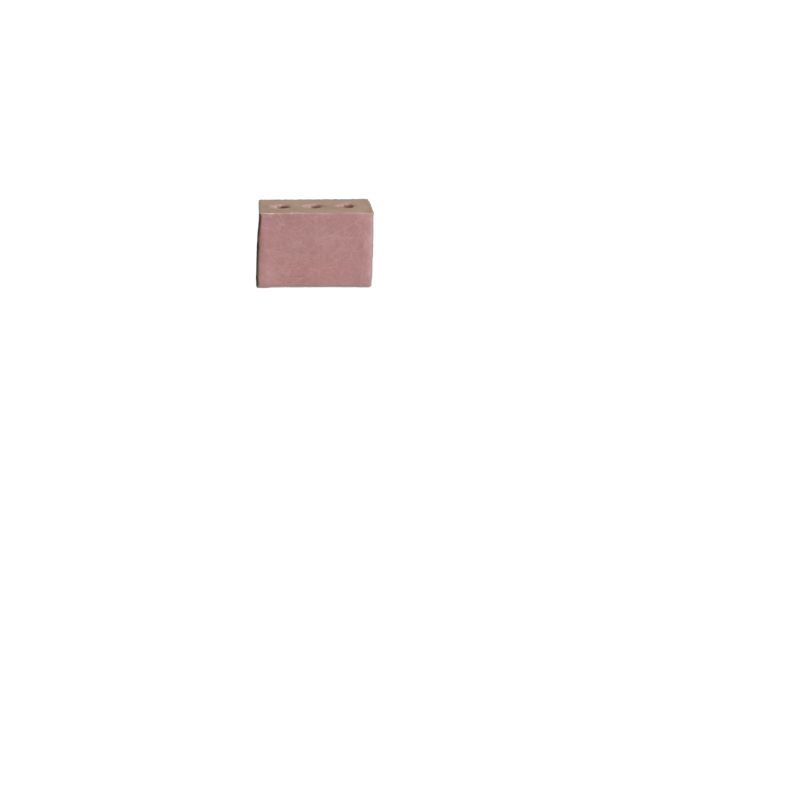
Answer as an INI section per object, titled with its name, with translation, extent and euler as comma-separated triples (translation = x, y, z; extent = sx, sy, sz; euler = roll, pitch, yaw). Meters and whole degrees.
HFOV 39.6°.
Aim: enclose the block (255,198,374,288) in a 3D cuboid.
[block]
translation = -0.059, -0.107, 0.751
extent = 0.078, 0.049, 0.055
euler = -1, 18, -4
